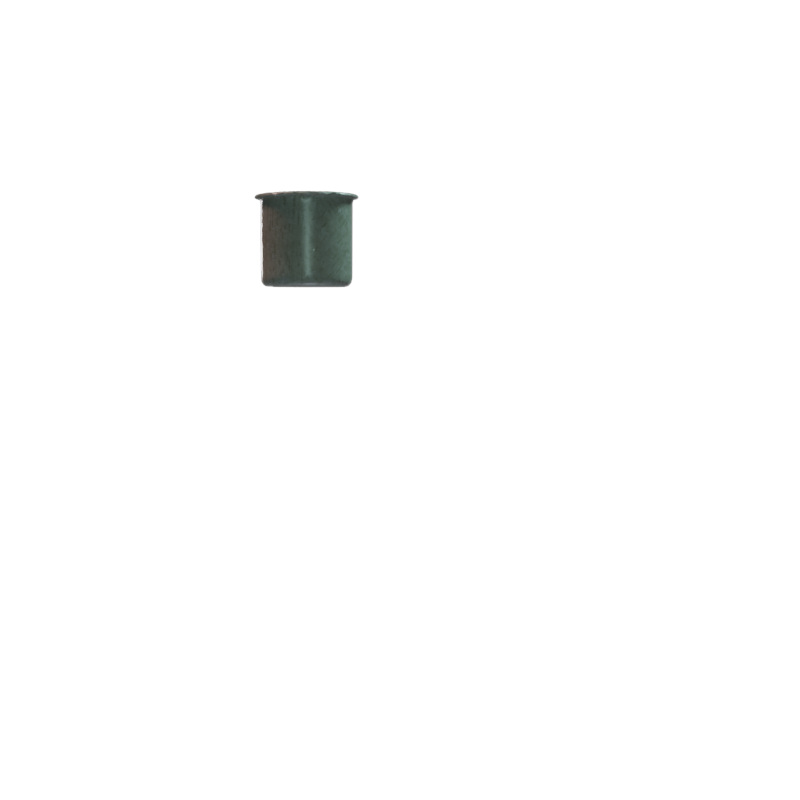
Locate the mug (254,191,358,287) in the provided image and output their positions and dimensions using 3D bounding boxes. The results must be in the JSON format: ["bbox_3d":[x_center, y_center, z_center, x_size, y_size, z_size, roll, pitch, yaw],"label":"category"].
[{"bbox_3d":[-0.078,-0.143,0.998,0.096,0.082,0.113,1,3,27],"label":"mug"}]
